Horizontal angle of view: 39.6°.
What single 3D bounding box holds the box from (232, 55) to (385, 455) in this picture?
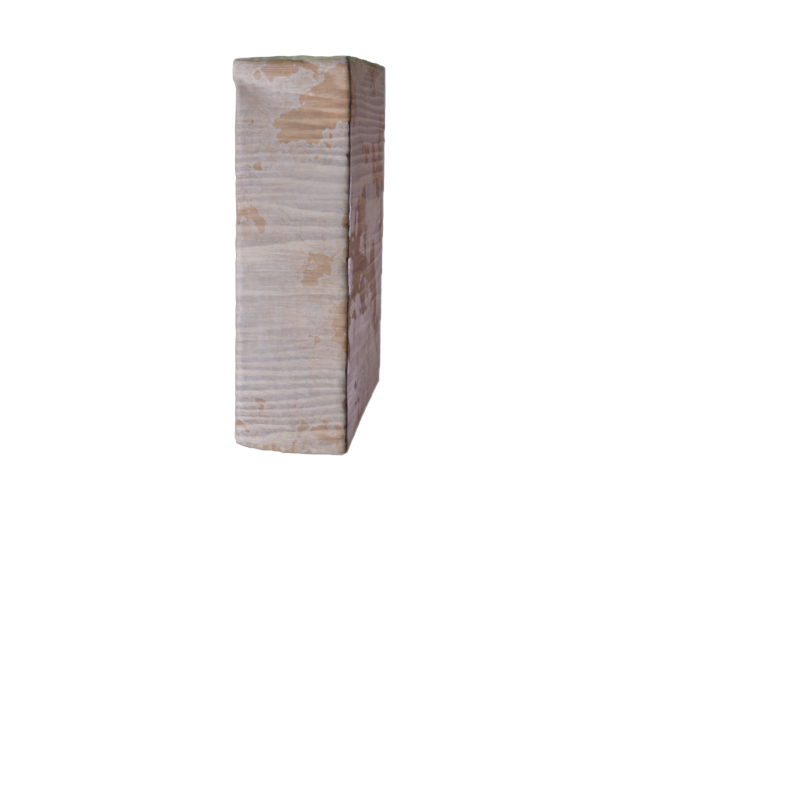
[{"bbox_3d":[-0.052,-0.094,0.661,0.073,0.210,0.166,1,10,6],"label":"box"}]
